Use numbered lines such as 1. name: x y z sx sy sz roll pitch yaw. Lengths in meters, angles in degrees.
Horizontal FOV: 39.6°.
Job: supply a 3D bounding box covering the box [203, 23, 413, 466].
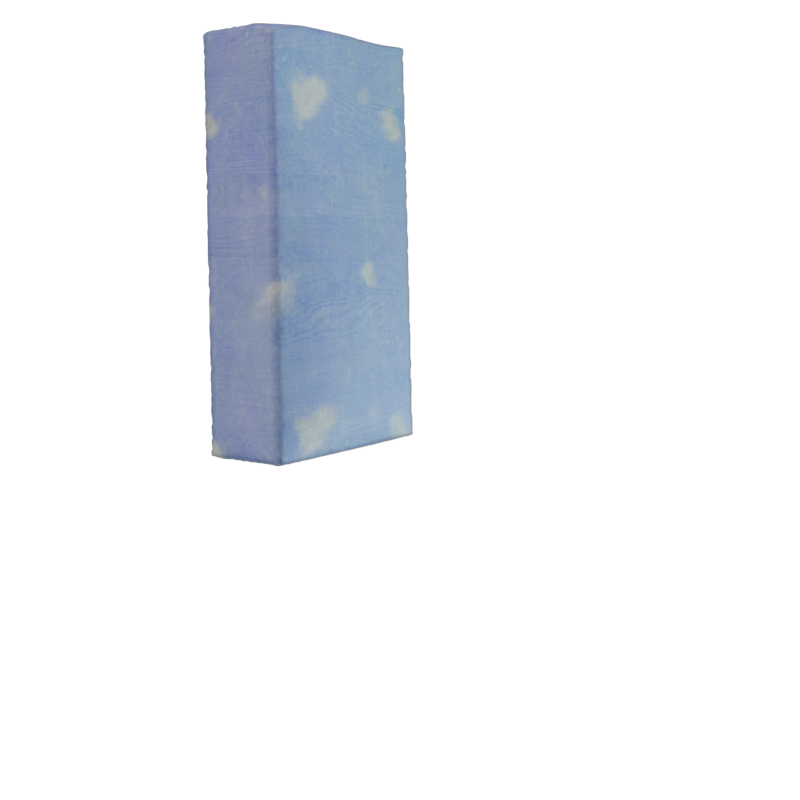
1. box: -0.037 -0.068 0.477 0.050 0.175 0.090 2 3 38
